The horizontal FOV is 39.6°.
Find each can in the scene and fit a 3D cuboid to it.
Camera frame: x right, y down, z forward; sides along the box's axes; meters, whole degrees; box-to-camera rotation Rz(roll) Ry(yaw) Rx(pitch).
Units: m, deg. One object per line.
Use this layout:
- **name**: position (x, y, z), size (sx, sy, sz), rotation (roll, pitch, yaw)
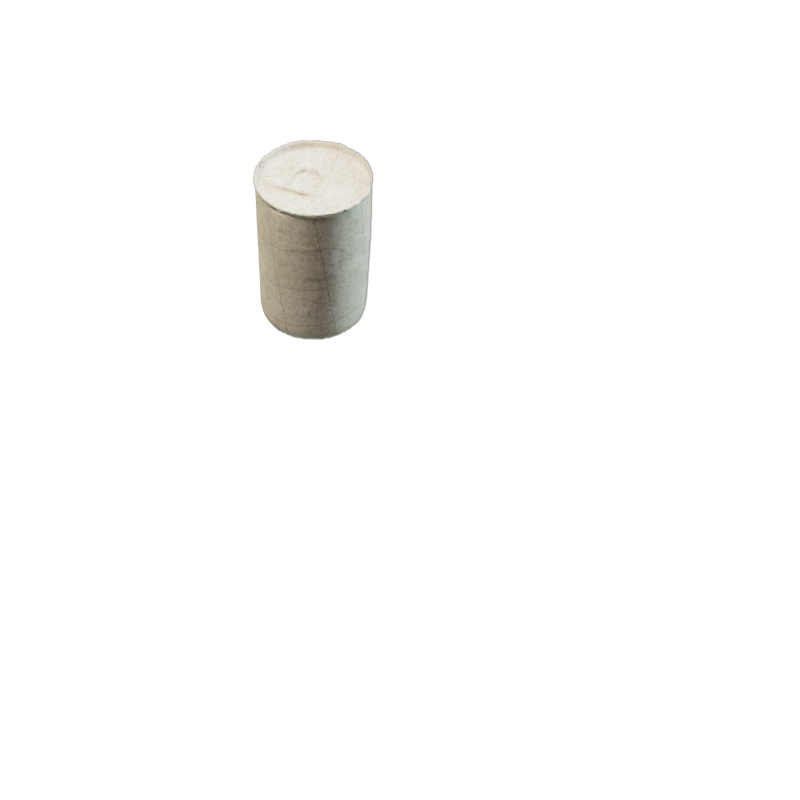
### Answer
- **can**: position (-0.052, -0.094, 0.658), size (0.068, 0.074, 0.095), rotation (0, -44, -3)
